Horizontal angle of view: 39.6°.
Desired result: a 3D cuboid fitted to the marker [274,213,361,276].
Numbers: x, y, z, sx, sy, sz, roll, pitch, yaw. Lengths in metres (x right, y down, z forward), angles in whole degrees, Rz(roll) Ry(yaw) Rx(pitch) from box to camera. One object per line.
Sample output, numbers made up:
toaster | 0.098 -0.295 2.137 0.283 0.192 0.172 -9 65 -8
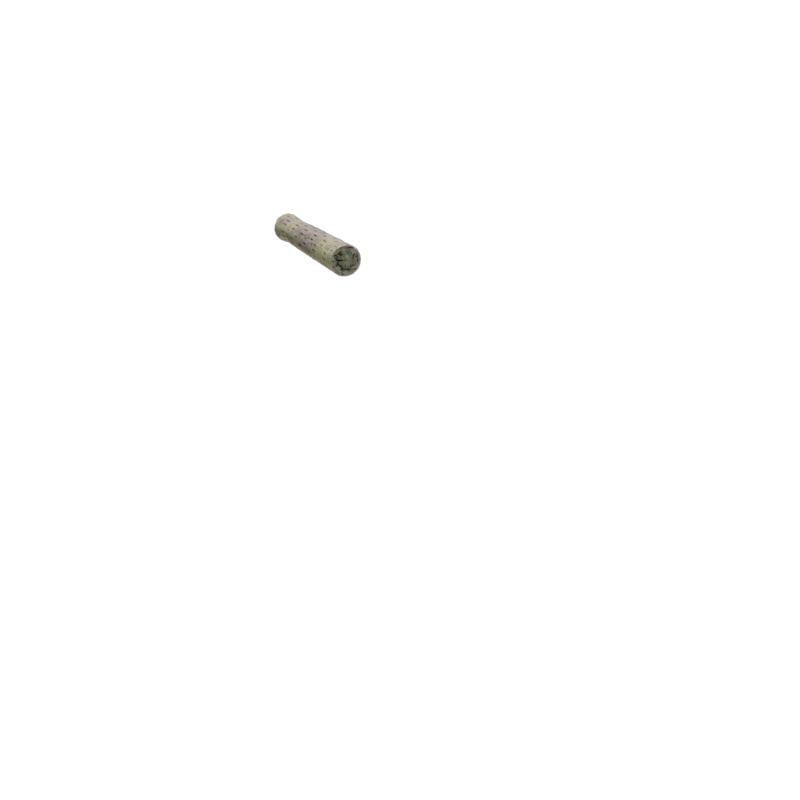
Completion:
marker | -0.054 -0.098 0.685 0.019 0.019 0.128 -2 18 -21
